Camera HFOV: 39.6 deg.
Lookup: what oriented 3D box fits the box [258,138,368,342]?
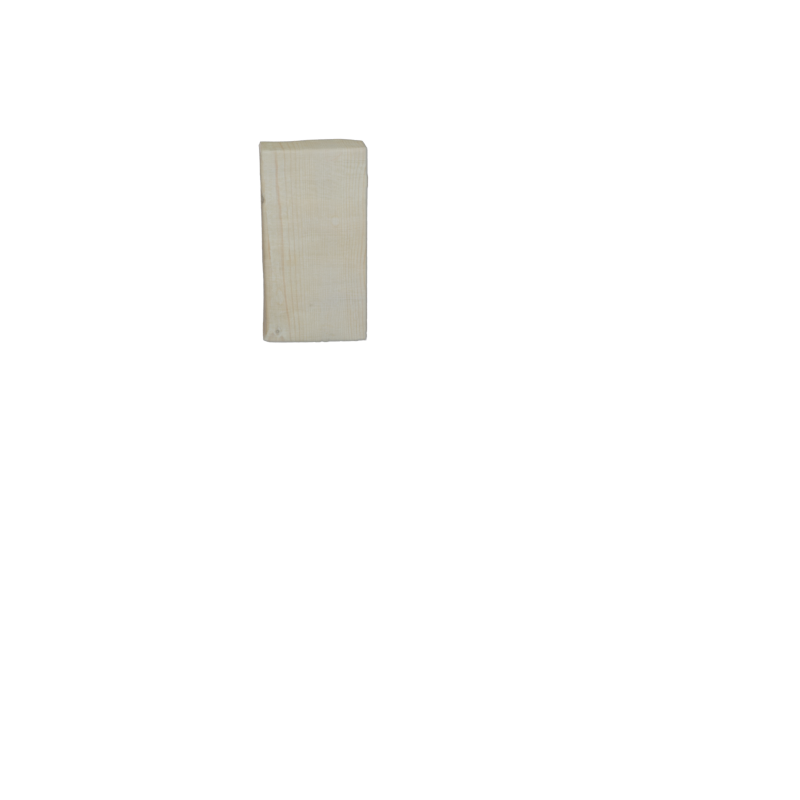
[{"bbox_3d":[-0.076,-0.138,0.969,0.093,0.170,0.050,-1,17,-6],"label":"box"}]
